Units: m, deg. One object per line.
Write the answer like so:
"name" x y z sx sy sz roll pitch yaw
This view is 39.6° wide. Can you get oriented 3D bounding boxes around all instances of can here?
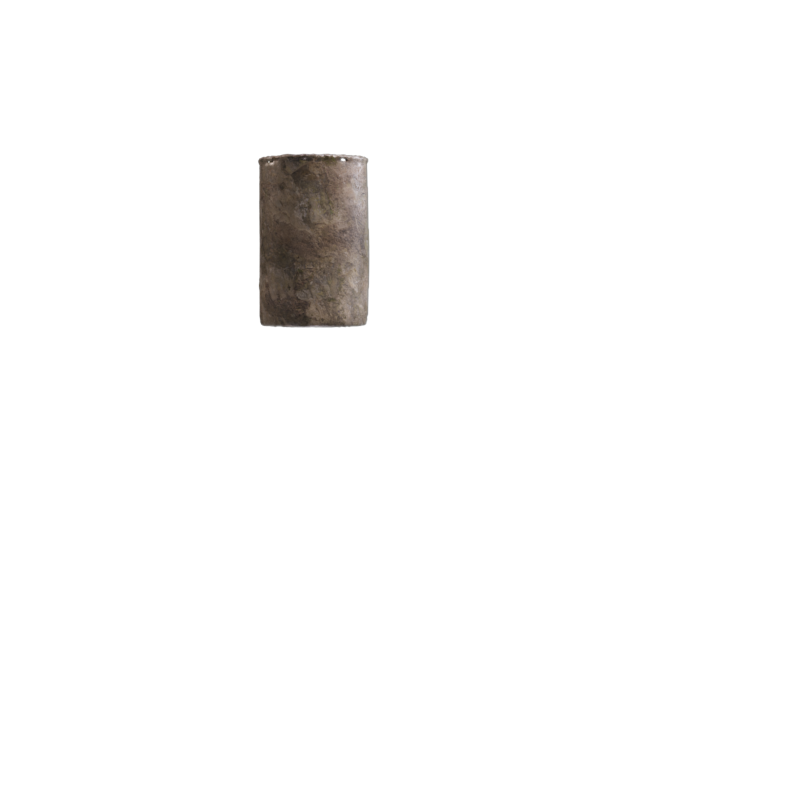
"can" -0.053 -0.097 0.680 0.068 0.102 0.069 0 1 -2
